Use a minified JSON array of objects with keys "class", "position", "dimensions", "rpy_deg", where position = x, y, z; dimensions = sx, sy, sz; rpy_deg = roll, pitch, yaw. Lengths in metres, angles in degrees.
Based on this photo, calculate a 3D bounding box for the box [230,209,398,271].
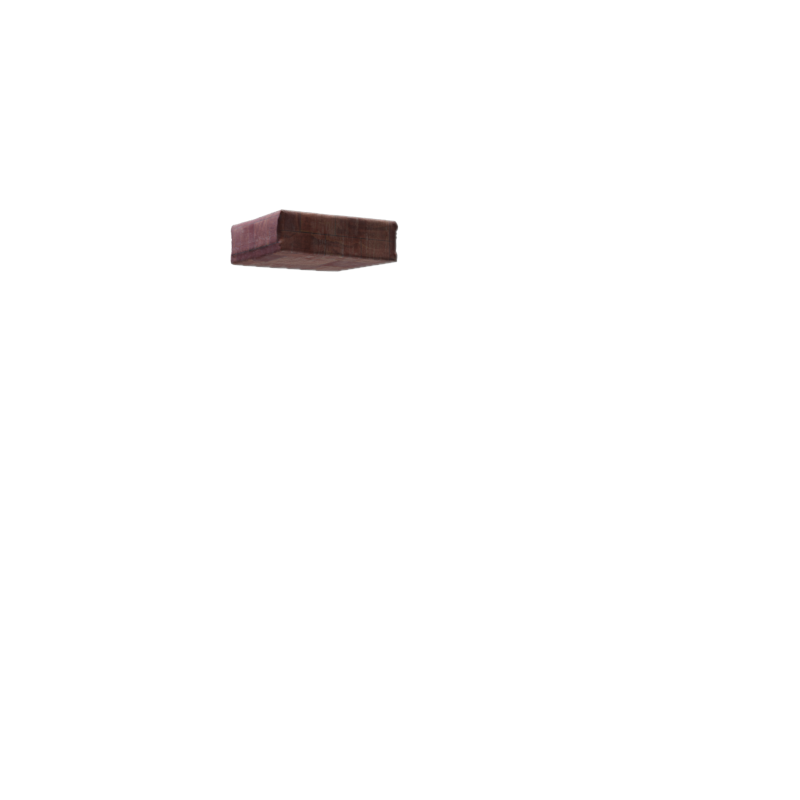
[{"class":"box","position":[-0.057,-0.105,0.732],"dimensions":[0.086,0.031,0.075],"rpy_deg":[0,-1,-31]}]
